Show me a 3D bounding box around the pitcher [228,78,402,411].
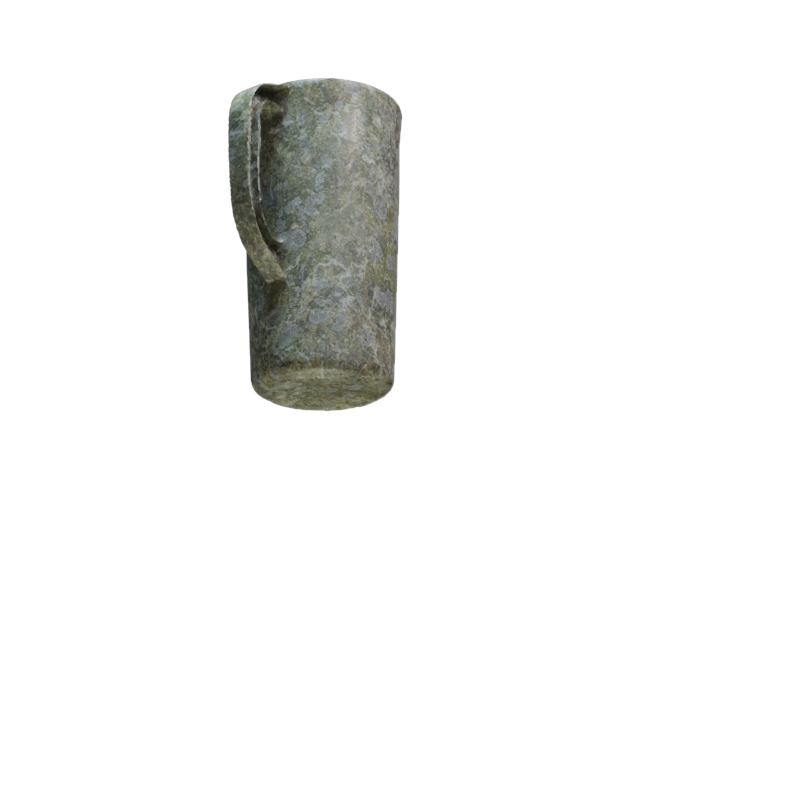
[{"bbox_3d":[-0.068,-0.124,0.867,0.147,0.256,0.140,3,-22,-11],"label":"pitcher"}]
